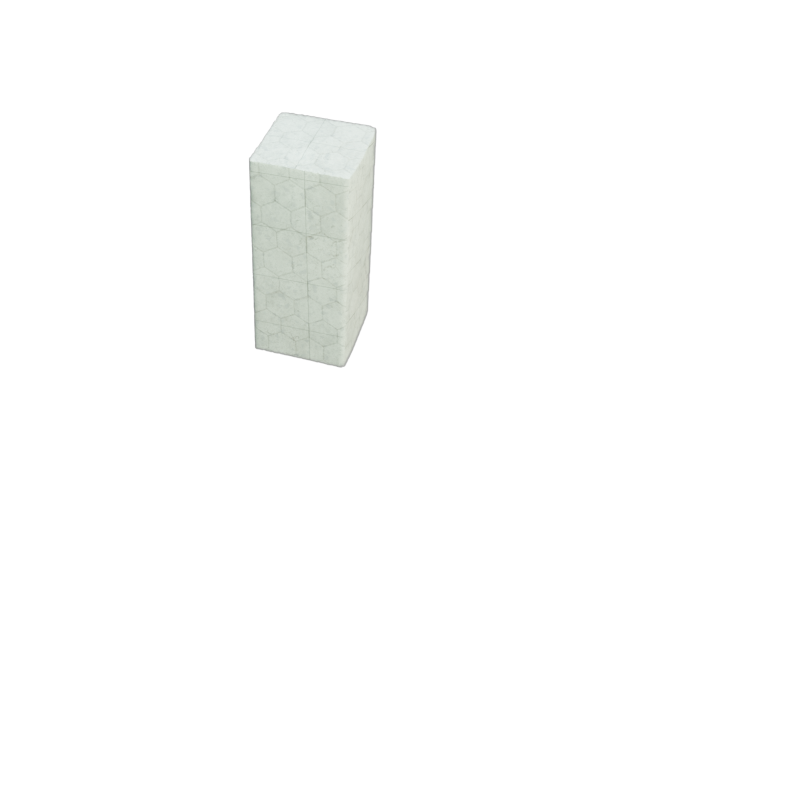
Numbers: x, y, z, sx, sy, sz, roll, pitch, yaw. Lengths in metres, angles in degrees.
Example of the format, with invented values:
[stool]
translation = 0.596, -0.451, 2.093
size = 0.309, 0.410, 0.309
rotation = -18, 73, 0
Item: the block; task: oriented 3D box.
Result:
[block]
translation = -0.078, -0.143, 0.997
size = 0.093, 0.192, 0.094
rotation = 12, 40, 11
